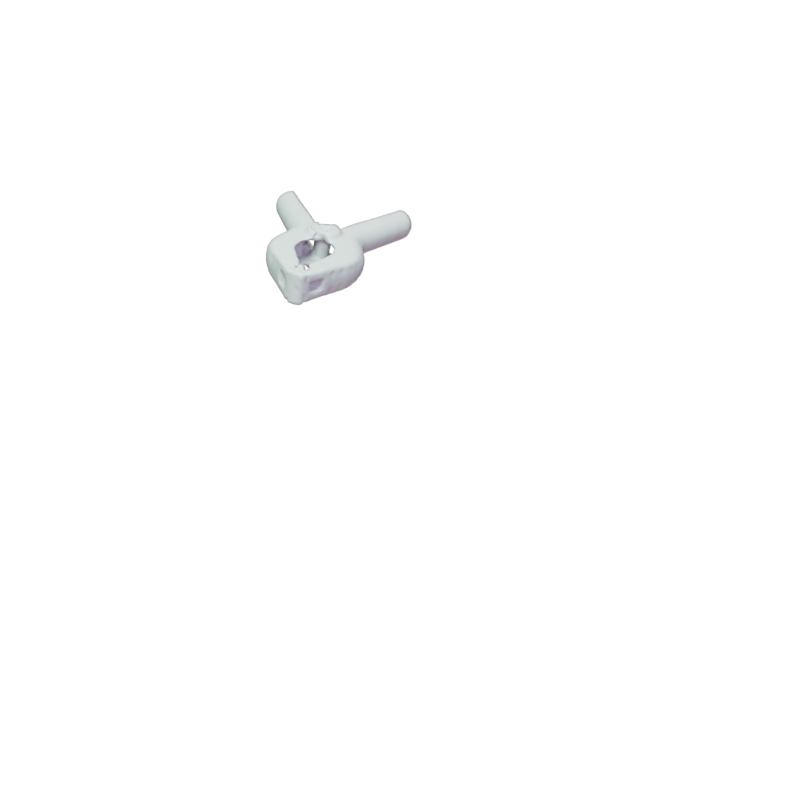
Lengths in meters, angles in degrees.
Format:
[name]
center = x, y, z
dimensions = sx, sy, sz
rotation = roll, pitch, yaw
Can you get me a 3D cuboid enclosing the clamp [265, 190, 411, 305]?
[clamp]
center = -0.072, -0.131, 0.919
dimensions = 0.124, 0.037, 0.175
rotation = 10, 29, 19
